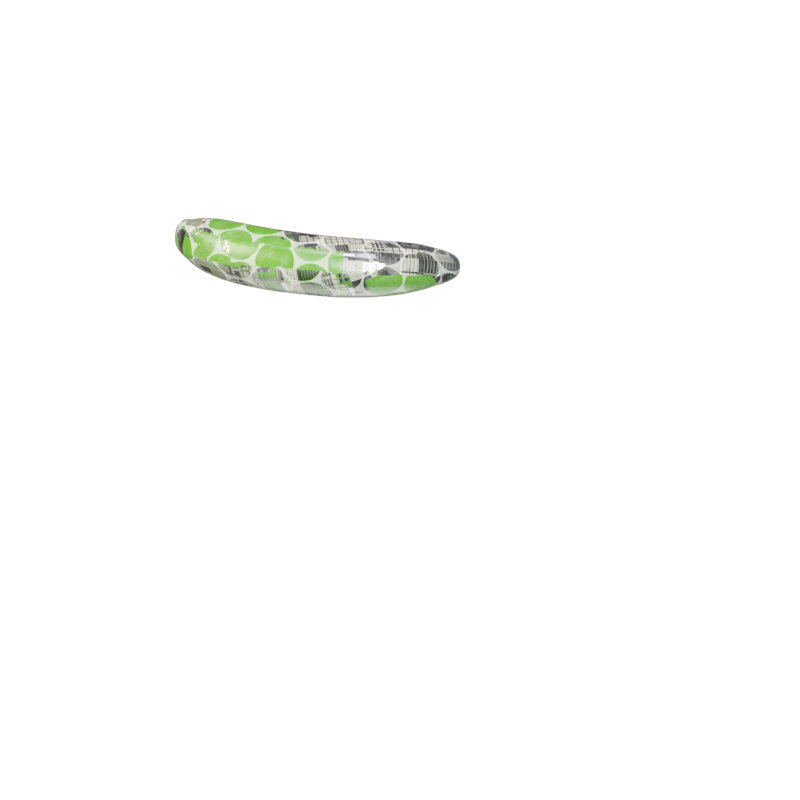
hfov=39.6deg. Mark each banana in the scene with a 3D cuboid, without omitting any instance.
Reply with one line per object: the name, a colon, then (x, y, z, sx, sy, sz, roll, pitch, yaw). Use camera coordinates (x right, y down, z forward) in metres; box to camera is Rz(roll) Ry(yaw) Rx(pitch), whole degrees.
banana: (-0.065, -0.093, 0.697, 0.204, 0.035, 0.071, 12, 33, 19)
